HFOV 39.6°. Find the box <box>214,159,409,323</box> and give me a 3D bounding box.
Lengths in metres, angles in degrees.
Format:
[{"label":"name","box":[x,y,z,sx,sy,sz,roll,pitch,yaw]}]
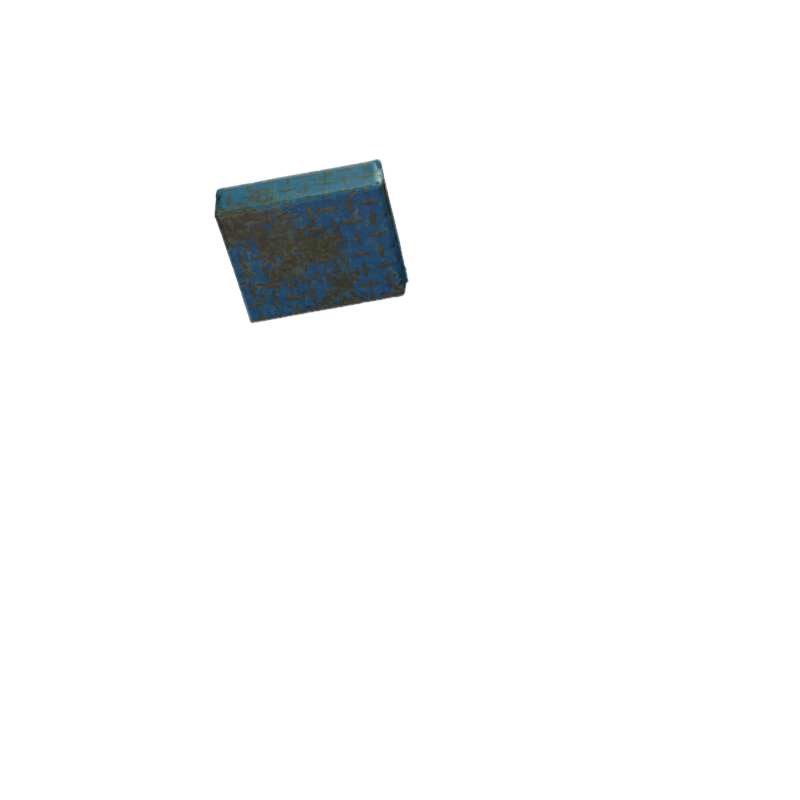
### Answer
[{"label":"box","box":[-0.046,-0.084,0.585,0.090,0.068,0.032,-10,38,7]}]
